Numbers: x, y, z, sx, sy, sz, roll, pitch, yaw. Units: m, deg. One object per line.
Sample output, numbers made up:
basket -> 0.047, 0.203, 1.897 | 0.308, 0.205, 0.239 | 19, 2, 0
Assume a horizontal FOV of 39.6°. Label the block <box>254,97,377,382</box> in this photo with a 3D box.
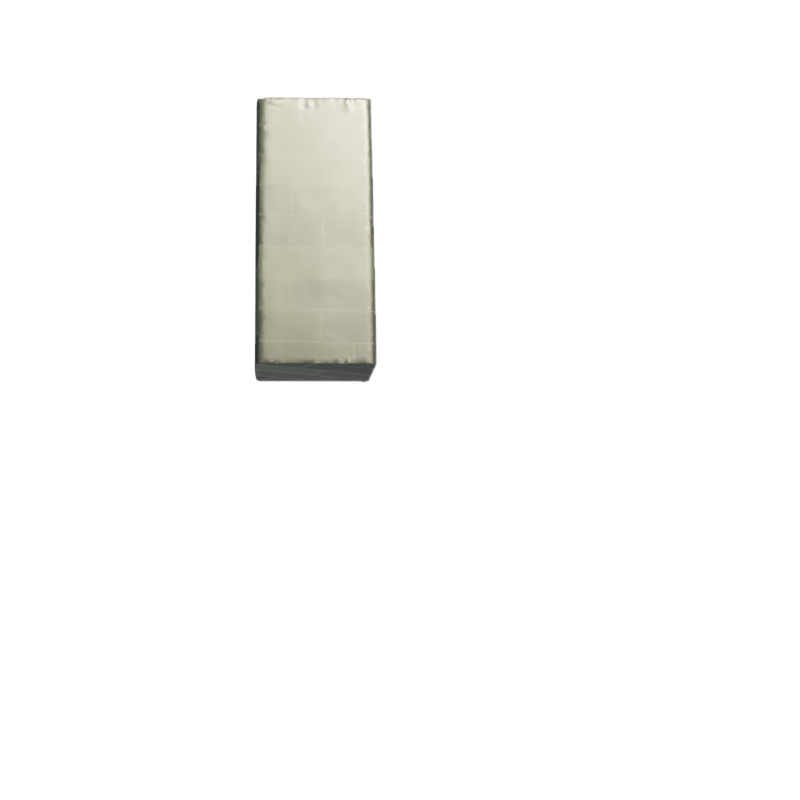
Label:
block -> -0.068, -0.124, 0.865 | 0.090, 0.214, 0.087 | 0, -14, -4
